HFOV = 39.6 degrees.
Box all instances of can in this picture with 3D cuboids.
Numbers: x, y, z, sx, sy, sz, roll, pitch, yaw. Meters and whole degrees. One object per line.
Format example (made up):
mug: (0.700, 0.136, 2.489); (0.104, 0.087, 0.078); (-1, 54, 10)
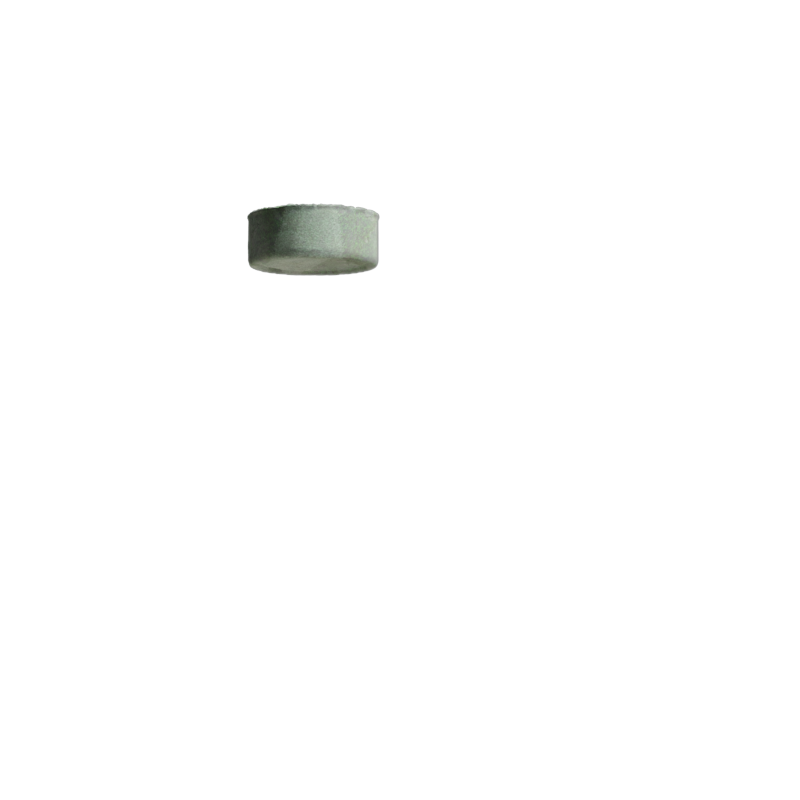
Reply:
can: (-0.056, -0.102, 0.717); (0.086, 0.034, 0.085); (0, -3, -2)
